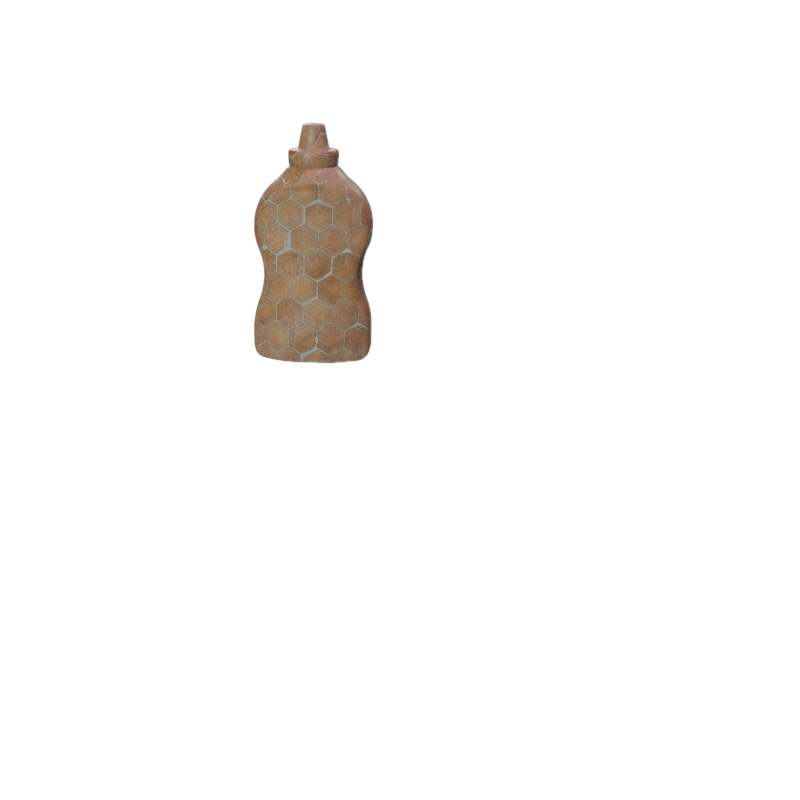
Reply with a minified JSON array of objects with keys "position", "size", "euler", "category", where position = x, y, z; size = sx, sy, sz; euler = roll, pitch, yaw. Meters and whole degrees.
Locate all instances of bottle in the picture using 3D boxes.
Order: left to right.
[{"position":[-0.071,-0.129,0.903],"size":[0.097,0.186,0.059],"euler":[2,12,7],"category":"bottle"}]
